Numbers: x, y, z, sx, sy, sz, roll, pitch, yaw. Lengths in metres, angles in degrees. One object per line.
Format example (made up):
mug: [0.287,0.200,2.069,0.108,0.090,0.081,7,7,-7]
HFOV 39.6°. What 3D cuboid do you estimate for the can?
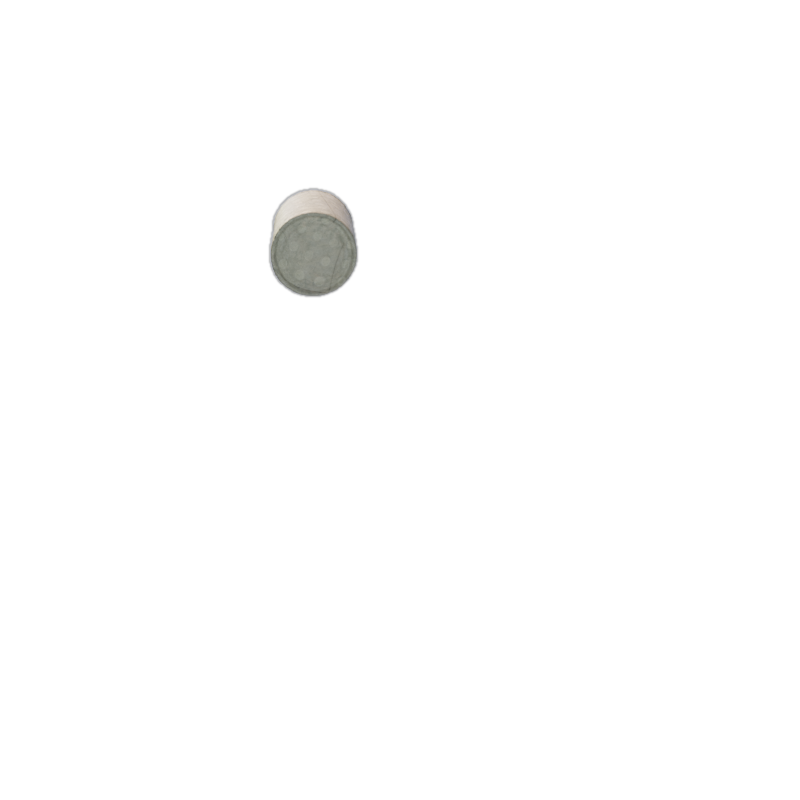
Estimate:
can: [-0.069,-0.126,0.880,0.068,0.066,0.106,0,17,-3]
